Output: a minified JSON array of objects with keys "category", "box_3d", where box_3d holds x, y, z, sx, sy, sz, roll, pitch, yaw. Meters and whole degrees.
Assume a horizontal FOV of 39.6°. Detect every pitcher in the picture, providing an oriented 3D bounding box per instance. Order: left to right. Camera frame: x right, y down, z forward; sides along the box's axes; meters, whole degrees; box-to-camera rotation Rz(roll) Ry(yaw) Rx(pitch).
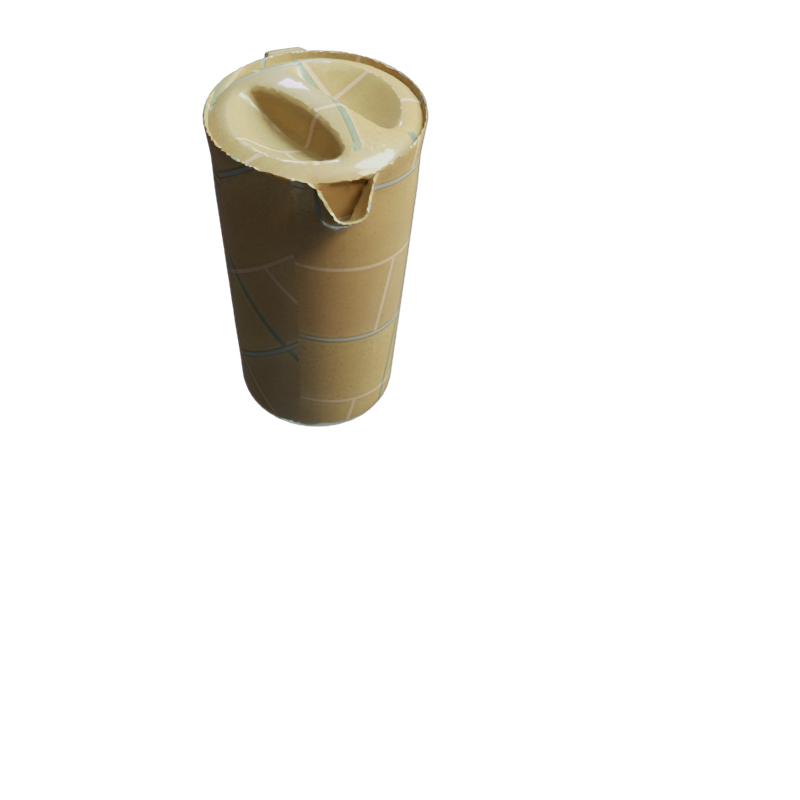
[{"category":"pitcher","box_3d":[-0.058,-0.105,0.737,0.151,0.226,0.154,22,49,18]}]
